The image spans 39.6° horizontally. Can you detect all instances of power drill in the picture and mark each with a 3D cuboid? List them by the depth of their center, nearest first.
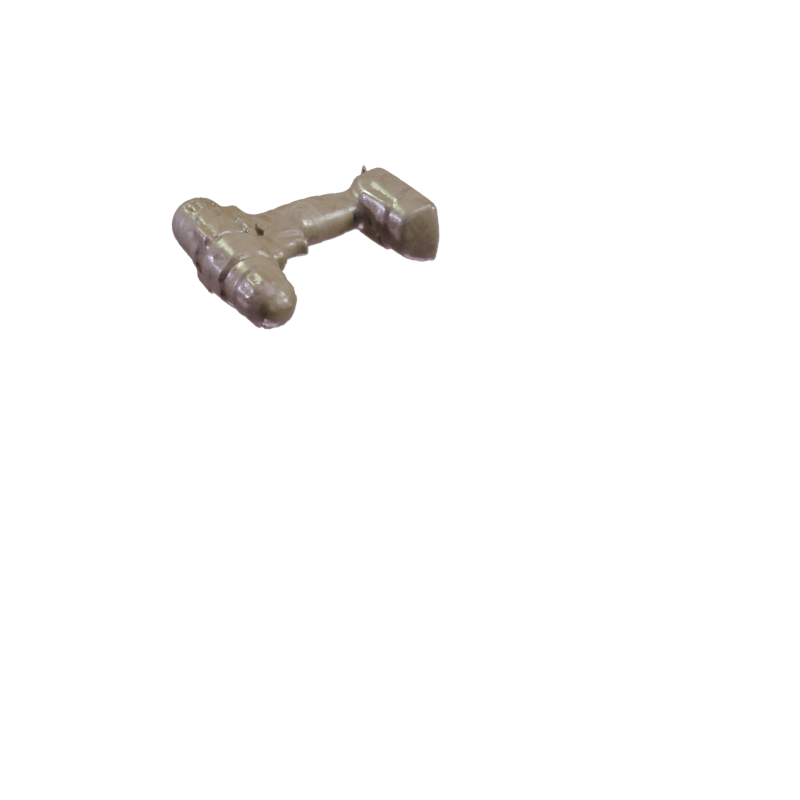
[{"bbox_3d":[-0.067,-0.123,0.862,0.185,0.054,0.199,-15,35,-23],"label":"power drill"}]
